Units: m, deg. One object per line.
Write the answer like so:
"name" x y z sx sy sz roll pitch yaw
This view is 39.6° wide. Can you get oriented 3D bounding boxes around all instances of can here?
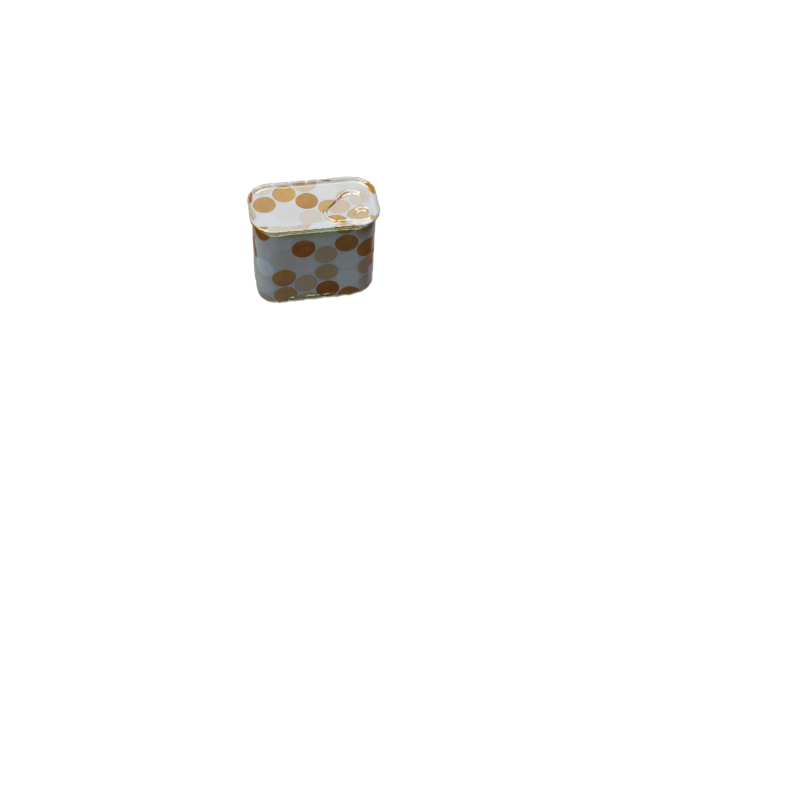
"can" -0.070 -0.127 0.892 0.101 0.062 0.078 -6 -42 -7
